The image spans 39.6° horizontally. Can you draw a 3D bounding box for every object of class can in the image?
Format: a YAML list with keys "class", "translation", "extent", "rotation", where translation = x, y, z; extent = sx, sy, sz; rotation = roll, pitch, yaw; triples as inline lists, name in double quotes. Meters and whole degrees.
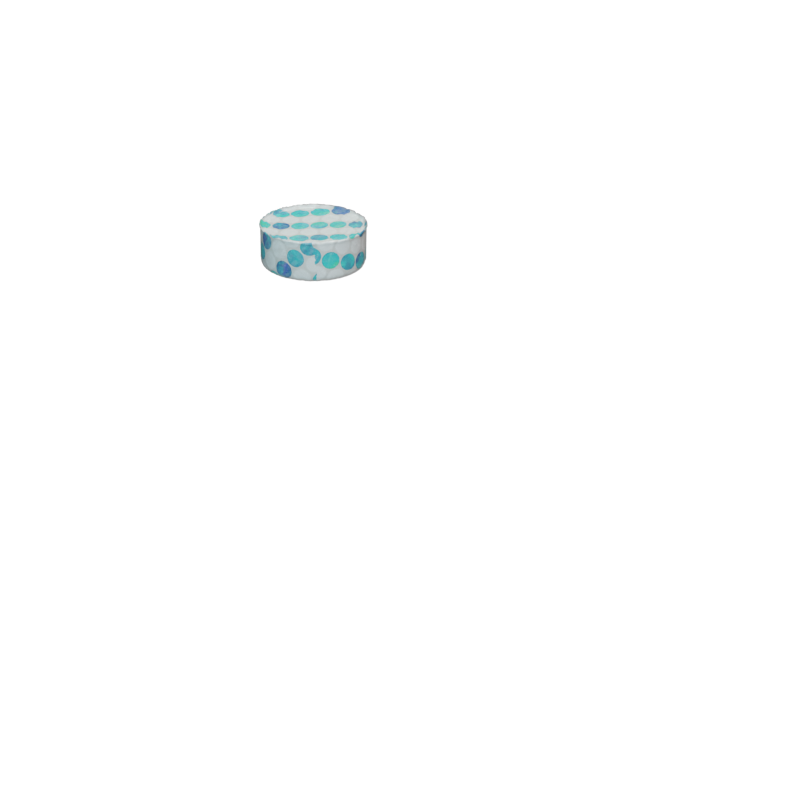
- class: "can"
  translation: [-0.069, -0.126, 0.882]
  extent: [0.086, 0.032, 0.091]
  rotation: [-1, 28, -2]
